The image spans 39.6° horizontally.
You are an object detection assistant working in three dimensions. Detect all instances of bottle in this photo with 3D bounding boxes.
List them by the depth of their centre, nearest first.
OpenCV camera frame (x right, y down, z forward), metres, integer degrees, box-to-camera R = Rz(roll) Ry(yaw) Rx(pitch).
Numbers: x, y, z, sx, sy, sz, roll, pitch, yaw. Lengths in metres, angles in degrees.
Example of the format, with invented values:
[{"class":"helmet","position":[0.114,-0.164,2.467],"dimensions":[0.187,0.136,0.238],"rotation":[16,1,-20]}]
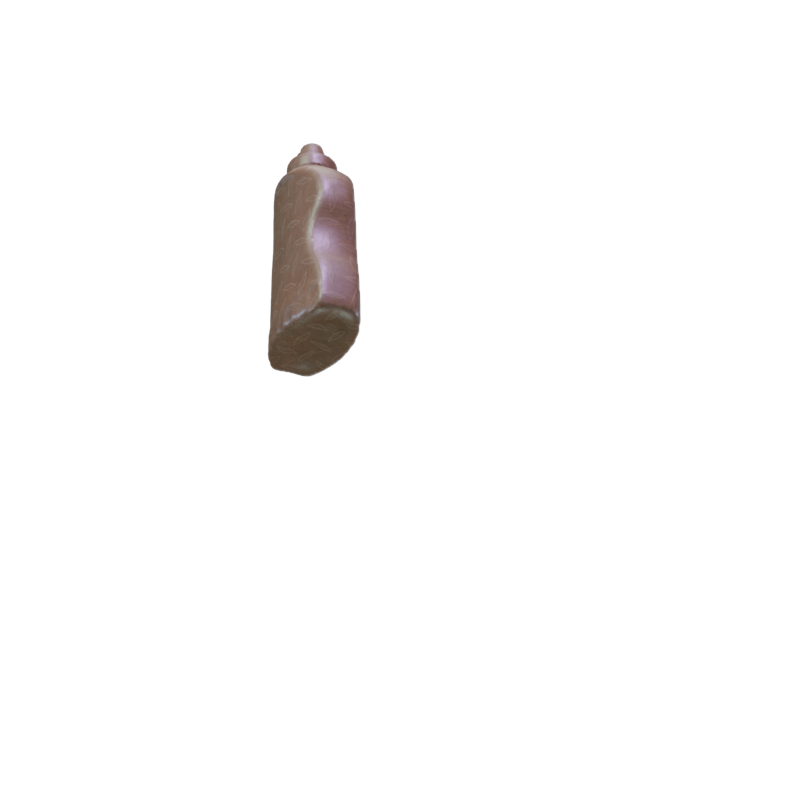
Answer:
[{"class":"bottle","position":[-0.067,-0.122,0.853],"dimensions":[0.056,0.205,0.093],"rotation":[13,-38,-21]}]
